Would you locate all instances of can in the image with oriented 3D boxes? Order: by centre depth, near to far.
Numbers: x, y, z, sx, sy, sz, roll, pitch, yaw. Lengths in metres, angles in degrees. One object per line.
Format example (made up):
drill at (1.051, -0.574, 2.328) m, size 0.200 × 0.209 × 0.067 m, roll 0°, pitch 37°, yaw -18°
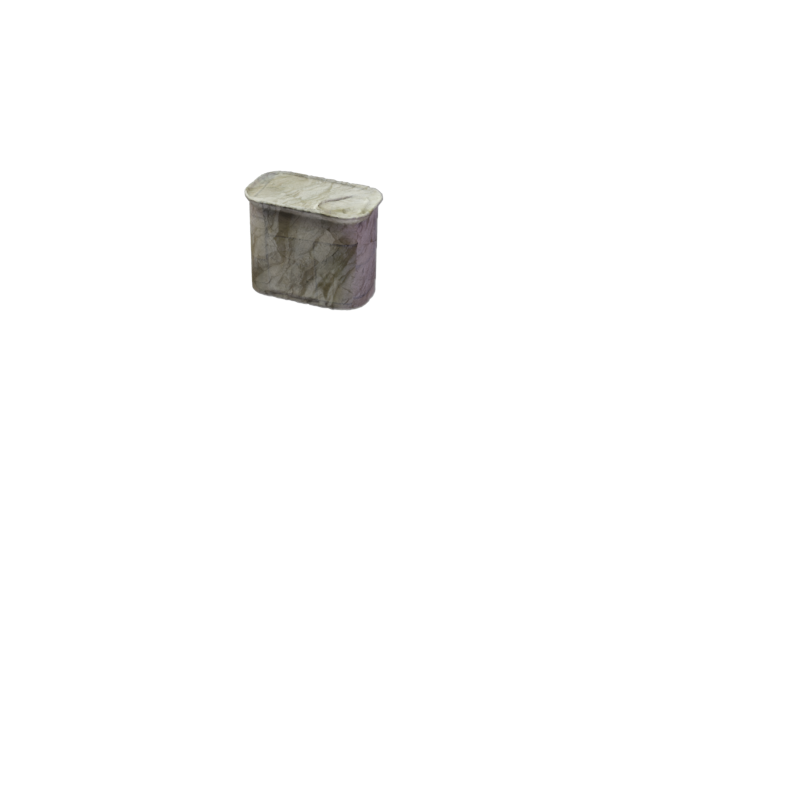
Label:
can at (-0.066, -0.121, 0.849) m, size 0.105 × 0.079 × 0.059 m, roll 13°, pitch 33°, yaw 19°
